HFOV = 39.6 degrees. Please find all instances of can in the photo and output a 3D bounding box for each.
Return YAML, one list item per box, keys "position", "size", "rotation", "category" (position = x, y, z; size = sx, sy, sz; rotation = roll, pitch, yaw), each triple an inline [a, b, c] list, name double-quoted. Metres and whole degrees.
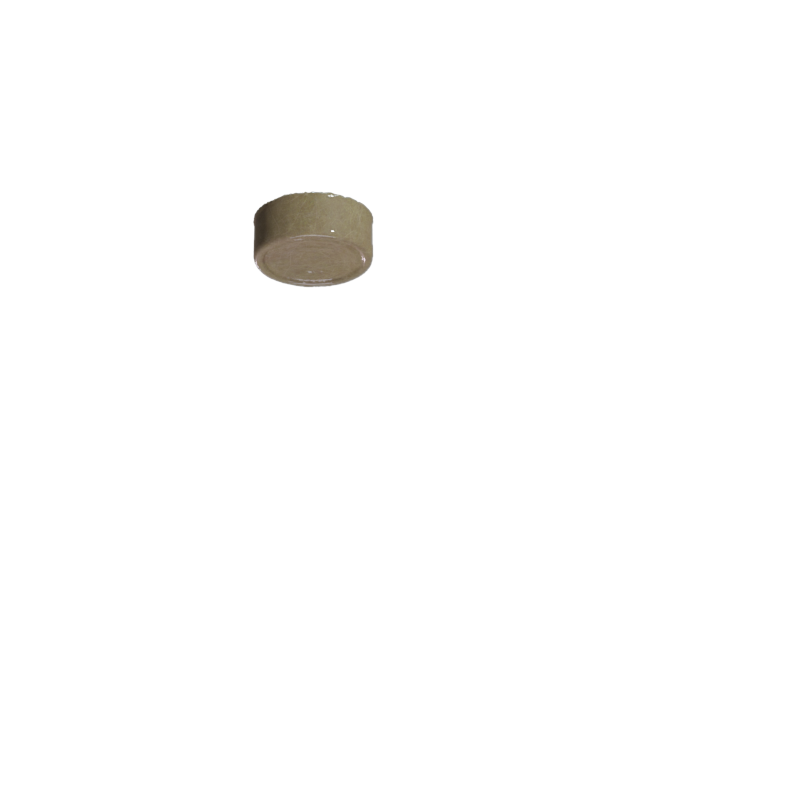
- position: [-0.062, -0.112, 0.786]
  size: [0.086, 0.035, 0.081]
  rotation: [0, -22, -2]
  category: "can"
